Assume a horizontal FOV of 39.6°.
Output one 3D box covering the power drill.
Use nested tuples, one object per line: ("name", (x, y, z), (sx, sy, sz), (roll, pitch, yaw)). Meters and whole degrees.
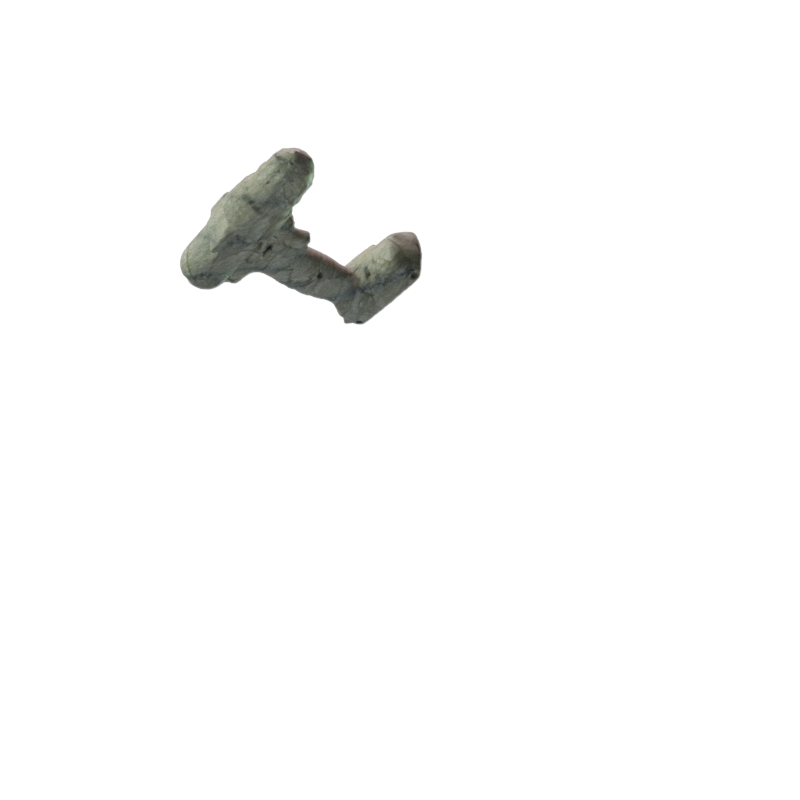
("power drill", (-0.076, -0.139, 0.974), (0.178, 0.061, 0.182), (19, -36, -29))
